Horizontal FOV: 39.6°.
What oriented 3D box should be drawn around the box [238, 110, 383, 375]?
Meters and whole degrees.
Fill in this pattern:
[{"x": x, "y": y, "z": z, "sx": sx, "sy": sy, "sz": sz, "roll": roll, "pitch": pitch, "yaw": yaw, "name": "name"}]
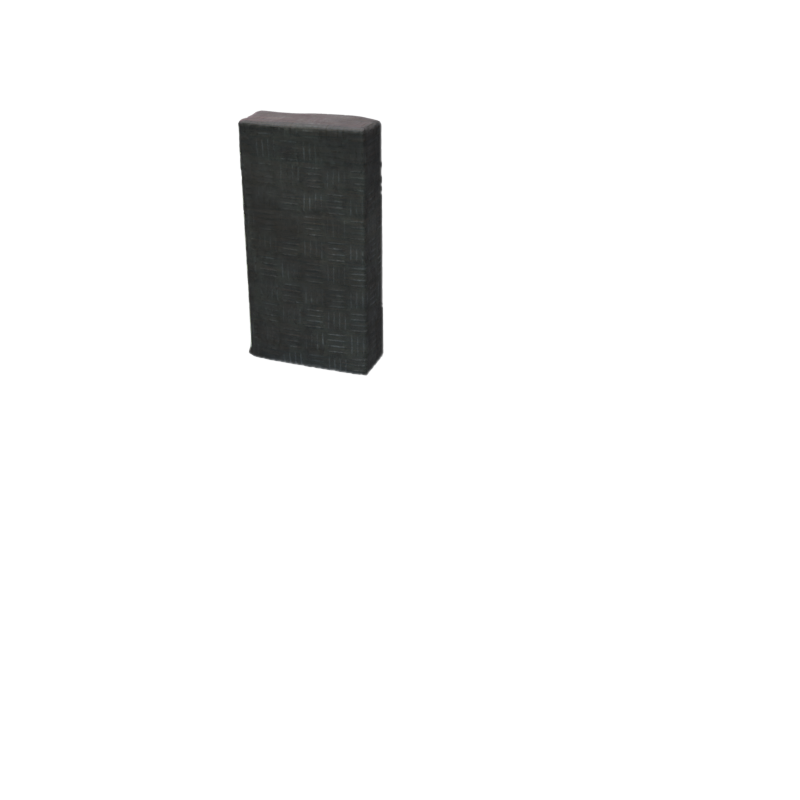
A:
[{"x": -0.060, "y": -0.110, "z": 0.772, "sx": 0.096, "sy": 0.169, "sz": 0.048, "roll": 9, "pitch": 20, "yaw": 20, "name": "box"}]
